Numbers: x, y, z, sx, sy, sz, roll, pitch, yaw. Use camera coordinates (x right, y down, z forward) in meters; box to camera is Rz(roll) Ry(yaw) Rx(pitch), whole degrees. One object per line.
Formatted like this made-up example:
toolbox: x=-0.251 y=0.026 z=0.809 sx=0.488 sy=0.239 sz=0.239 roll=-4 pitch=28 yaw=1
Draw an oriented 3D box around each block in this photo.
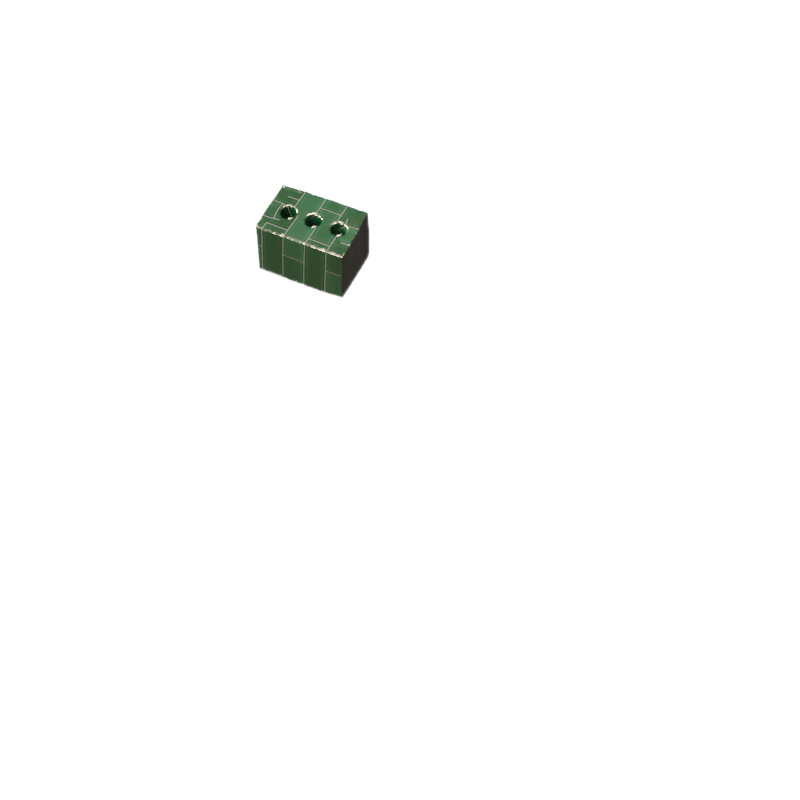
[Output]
block: x=-0.070 y=-0.127 z=0.890 sx=0.080 sy=0.055 sz=0.048 roll=20 pitch=-36 yaw=14
